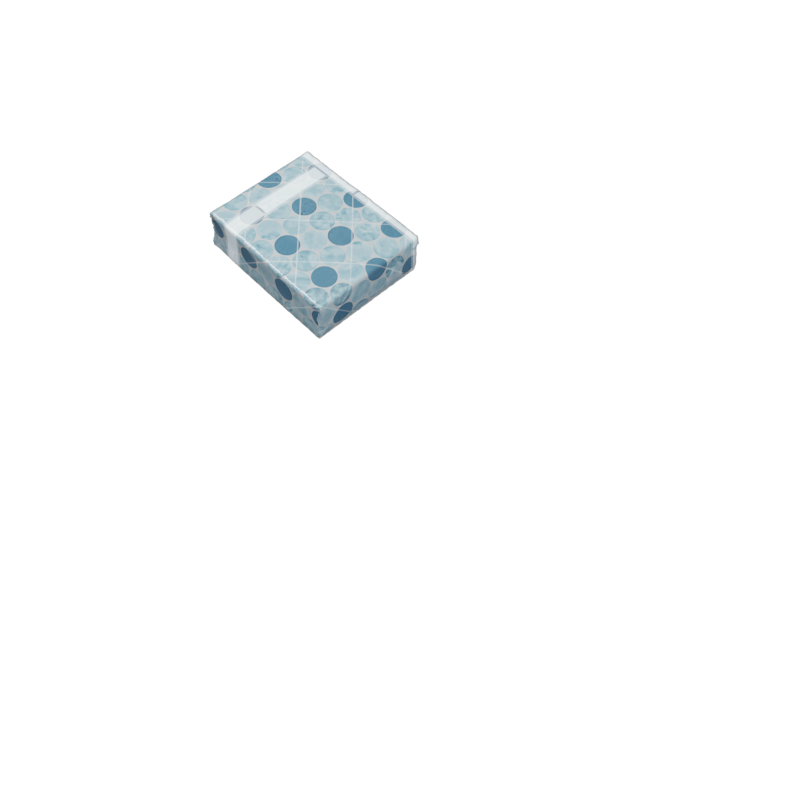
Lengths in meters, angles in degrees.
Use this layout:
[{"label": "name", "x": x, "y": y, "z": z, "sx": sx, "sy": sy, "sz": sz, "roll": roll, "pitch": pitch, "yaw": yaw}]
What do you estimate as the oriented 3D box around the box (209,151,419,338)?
[{"label": "box", "x": -0.058, "y": -0.106, "z": 0.745, "sx": 0.090, "sy": 0.036, "sz": 0.121, "roll": -36, "pitch": 59, "yaw": -26}]
